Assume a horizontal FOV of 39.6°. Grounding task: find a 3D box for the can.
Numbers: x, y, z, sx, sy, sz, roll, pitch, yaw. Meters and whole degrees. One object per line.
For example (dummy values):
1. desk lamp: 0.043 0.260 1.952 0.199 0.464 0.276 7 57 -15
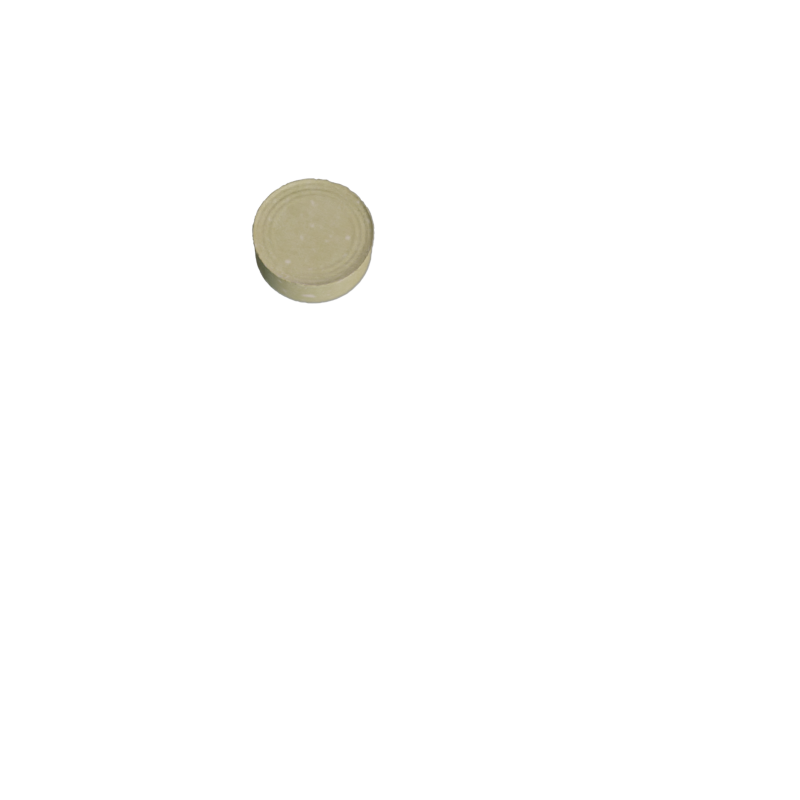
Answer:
1. can: -0.062 -0.113 0.788 0.086 0.091 0.032 -1 -25 -1
